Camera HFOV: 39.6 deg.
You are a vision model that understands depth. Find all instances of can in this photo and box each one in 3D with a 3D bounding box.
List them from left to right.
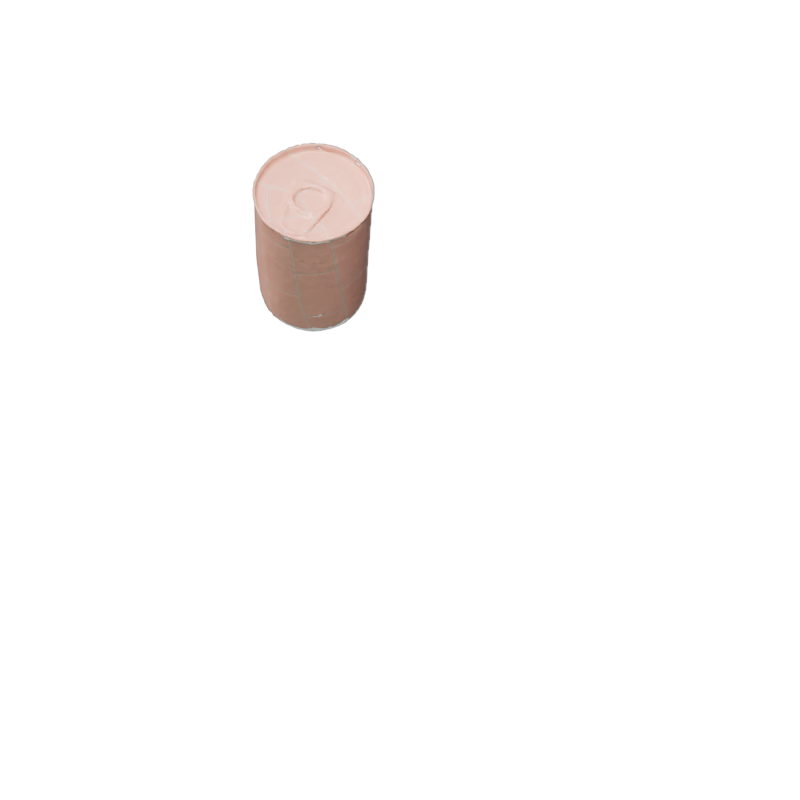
[{"bbox_3d":[-0.051,-0.094,0.655,0.068,0.073,0.096,0,-30,-3],"label":"can"}]
